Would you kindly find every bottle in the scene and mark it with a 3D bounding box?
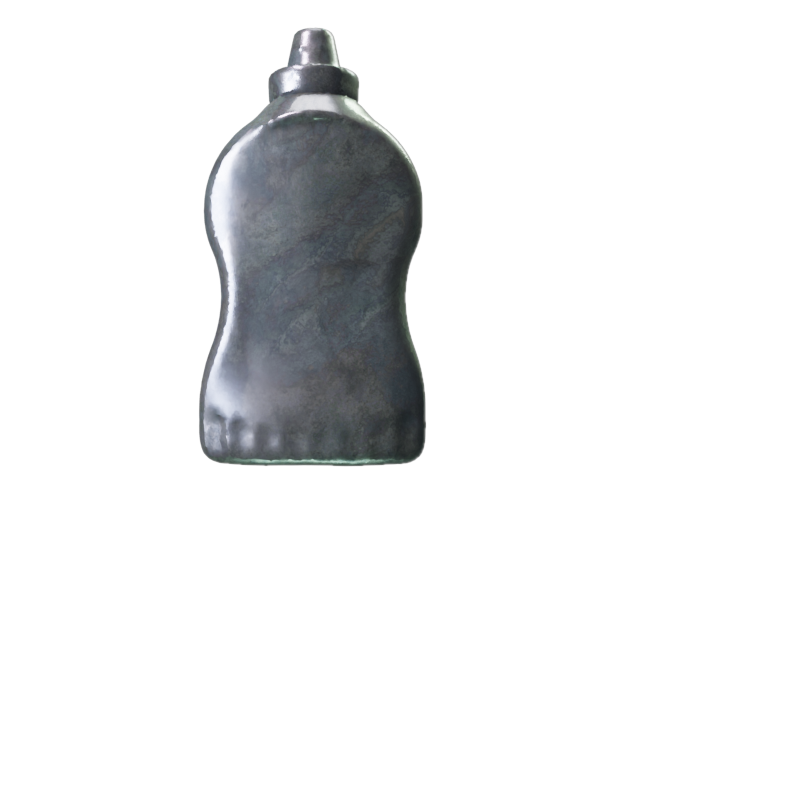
[{"bbox_3d":[-0.038,-0.070,0.488,0.096,0.195,0.057,-1,-8,3],"label":"bottle"}]
